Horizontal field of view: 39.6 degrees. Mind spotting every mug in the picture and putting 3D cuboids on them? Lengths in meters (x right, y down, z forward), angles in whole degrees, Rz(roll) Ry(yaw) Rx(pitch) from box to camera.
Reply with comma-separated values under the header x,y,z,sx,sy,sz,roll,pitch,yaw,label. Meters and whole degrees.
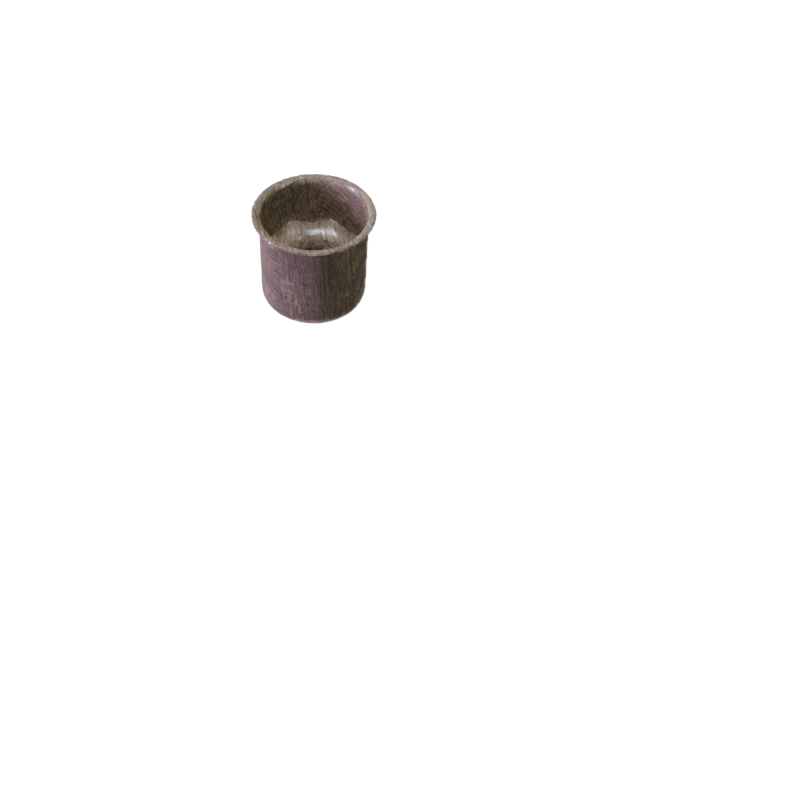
x,y,z,sx,sy,sz,roll,pitch,yaw,label
-0.067,-0.123,0.858,0.093,0.126,0.076,-2,-44,-4,mug
